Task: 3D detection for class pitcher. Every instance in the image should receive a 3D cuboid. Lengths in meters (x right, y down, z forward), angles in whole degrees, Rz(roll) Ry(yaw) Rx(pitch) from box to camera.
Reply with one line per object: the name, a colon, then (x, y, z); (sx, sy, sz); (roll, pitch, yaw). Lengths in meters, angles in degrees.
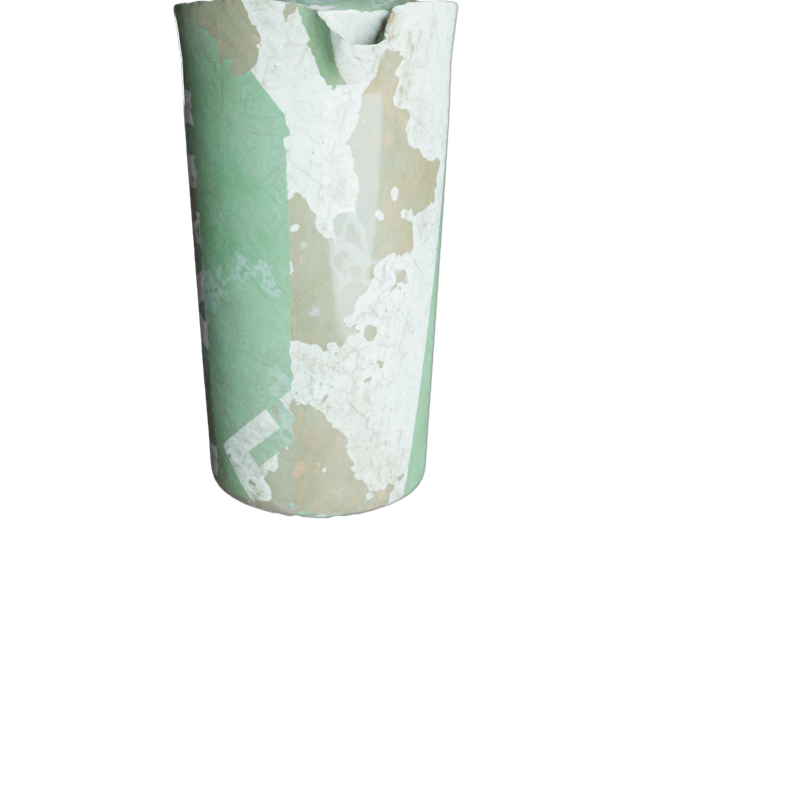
pitcher: (-0.043, -0.078, 0.550); (0.151, 0.237, 0.147); (7, 13, 27)
